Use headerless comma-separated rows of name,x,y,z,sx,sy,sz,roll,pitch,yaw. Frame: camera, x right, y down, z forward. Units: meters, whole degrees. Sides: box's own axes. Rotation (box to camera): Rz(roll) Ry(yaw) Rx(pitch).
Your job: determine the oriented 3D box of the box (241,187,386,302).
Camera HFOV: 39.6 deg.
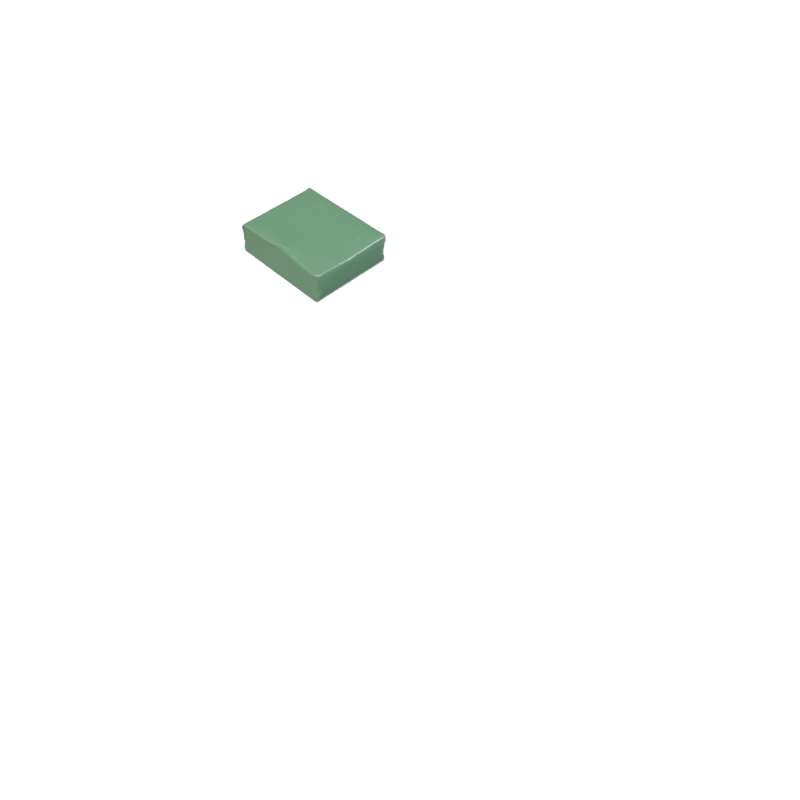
box,-0.068,-0.124,0.867,0.073,0.028,0.095,-33,53,-30
